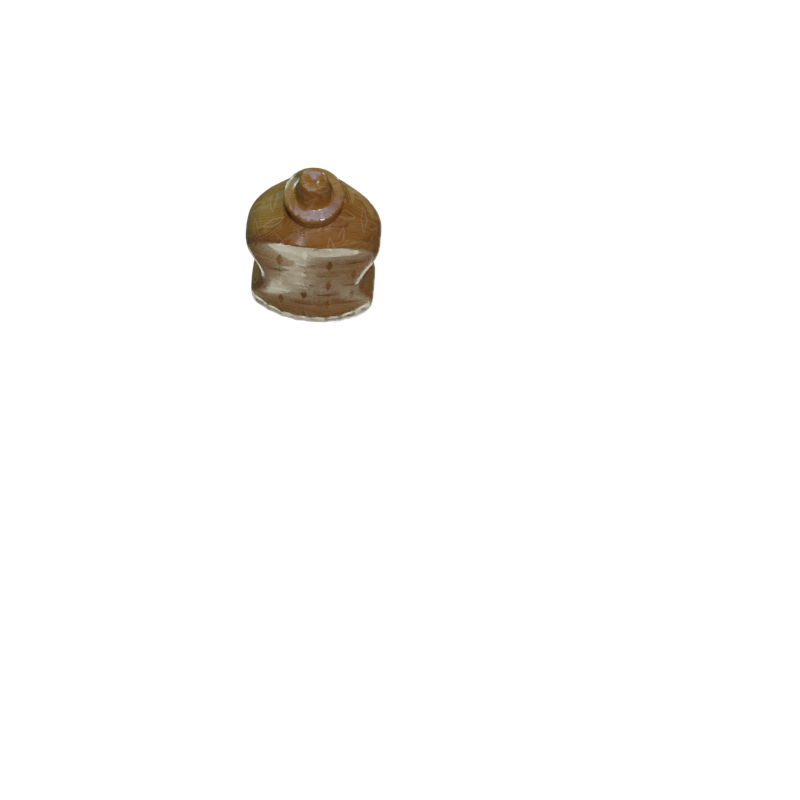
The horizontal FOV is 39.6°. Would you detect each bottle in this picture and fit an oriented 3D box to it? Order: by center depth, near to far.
[{"bbox_3d":[-0.063,-0.115,0.802,0.096,0.061,0.183,7,-18,-1],"label":"bottle"}]
